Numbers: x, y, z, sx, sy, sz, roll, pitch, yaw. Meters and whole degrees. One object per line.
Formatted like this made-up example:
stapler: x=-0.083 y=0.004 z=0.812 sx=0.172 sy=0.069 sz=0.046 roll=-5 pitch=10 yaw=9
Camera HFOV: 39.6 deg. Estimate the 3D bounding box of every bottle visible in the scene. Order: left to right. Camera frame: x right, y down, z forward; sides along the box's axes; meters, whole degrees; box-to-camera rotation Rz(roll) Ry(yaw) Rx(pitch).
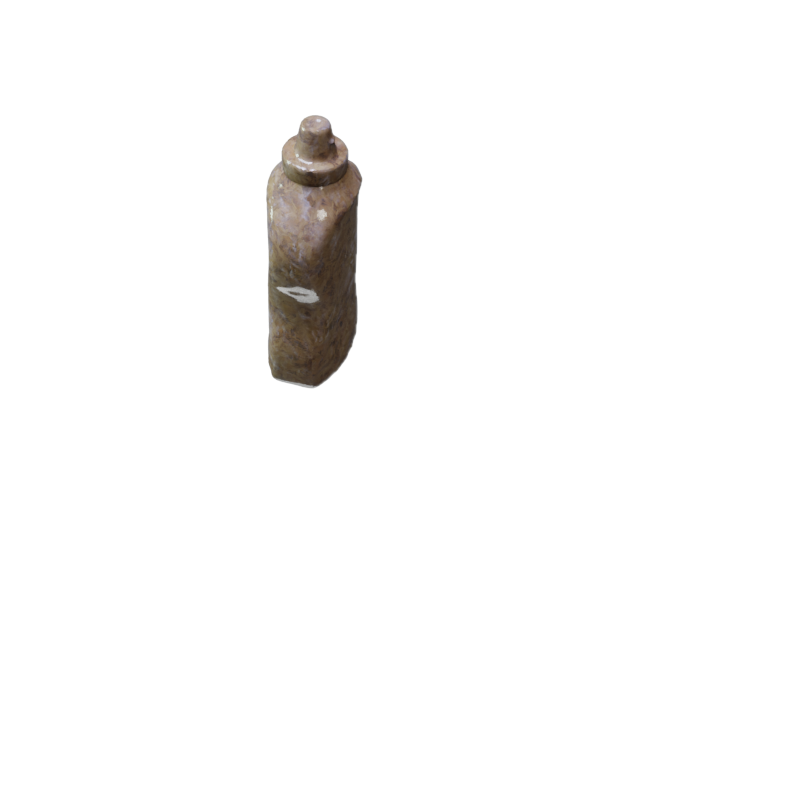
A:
bottle: x=-0.056 y=-0.103 z=0.725 sx=0.060 sy=0.179 sz=0.101 roll=14 pitch=47 yaw=9
